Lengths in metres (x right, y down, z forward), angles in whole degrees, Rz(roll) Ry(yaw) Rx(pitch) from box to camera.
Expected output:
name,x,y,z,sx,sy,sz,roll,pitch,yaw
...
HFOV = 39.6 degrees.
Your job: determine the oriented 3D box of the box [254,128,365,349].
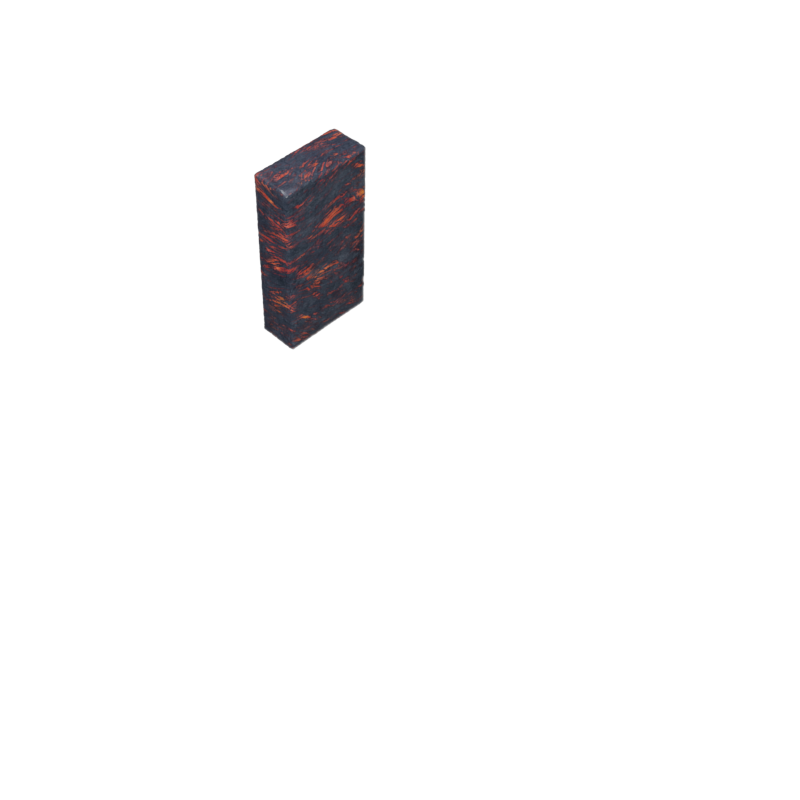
name,x,y,z,sx,sy,sz,roll,pitch,yaw
box,-0.074,-0.135,0.949,0.051,0.164,0.094,36,55,26
